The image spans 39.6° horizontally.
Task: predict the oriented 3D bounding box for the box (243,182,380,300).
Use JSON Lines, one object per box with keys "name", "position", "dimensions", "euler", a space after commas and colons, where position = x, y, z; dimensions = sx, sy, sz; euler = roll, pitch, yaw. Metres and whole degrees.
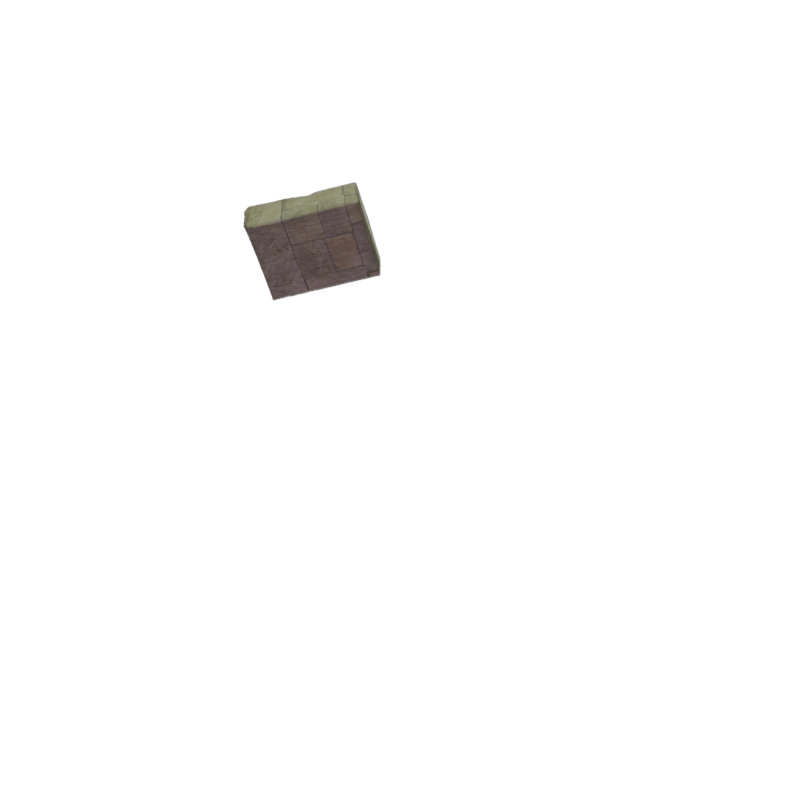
{"name": "box", "position": [-0.066, -0.120, 0.841], "dimensions": [0.090, 0.068, 0.032], "euler": [-12, 39, 9]}
